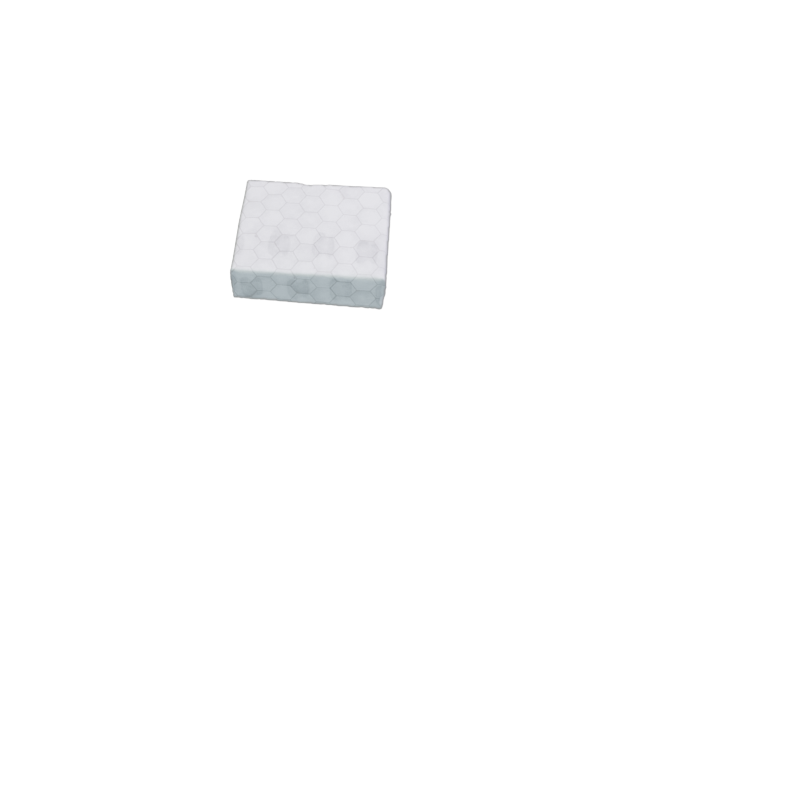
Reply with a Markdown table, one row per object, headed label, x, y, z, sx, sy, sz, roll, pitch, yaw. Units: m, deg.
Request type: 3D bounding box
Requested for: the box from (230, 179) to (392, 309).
| label | x | y | z | sx | sy | sz | roll | pitch | yaw |
| --- | --- | --- | --- | --- | --- | --- | --- | --- | --- |
| box | -0.051 | -0.093 | 0.652 | 0.090 | 0.078 | 0.028 | 3 | -39 | 2 |
